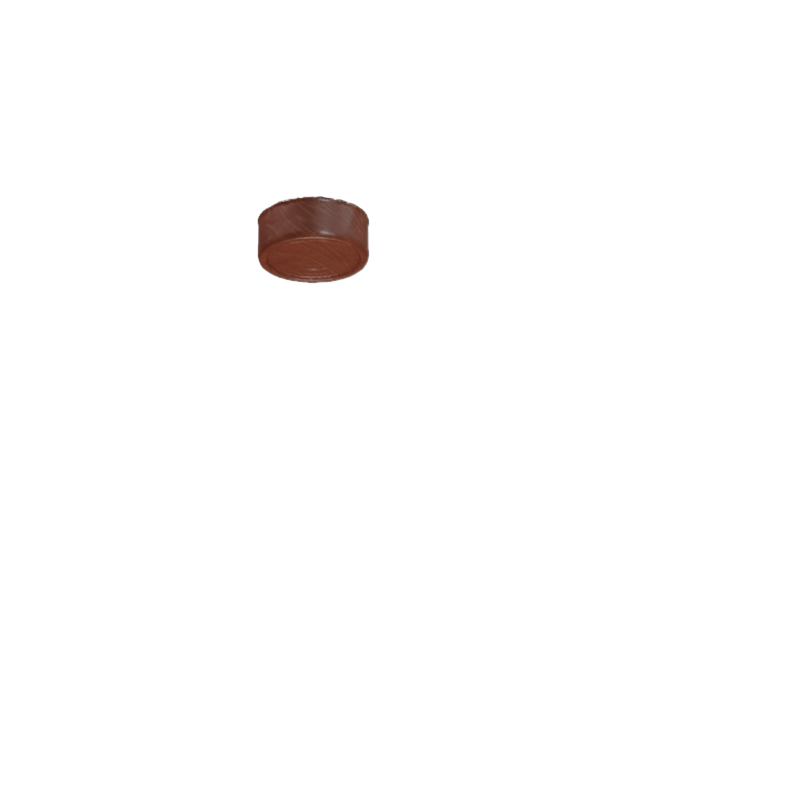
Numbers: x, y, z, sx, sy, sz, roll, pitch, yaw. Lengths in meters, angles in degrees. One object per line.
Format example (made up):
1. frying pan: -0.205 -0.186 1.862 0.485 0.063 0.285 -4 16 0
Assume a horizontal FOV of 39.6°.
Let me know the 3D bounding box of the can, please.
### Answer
1. can: -0.066 -0.120 0.843 0.086 0.035 0.082 0 -20 -2
